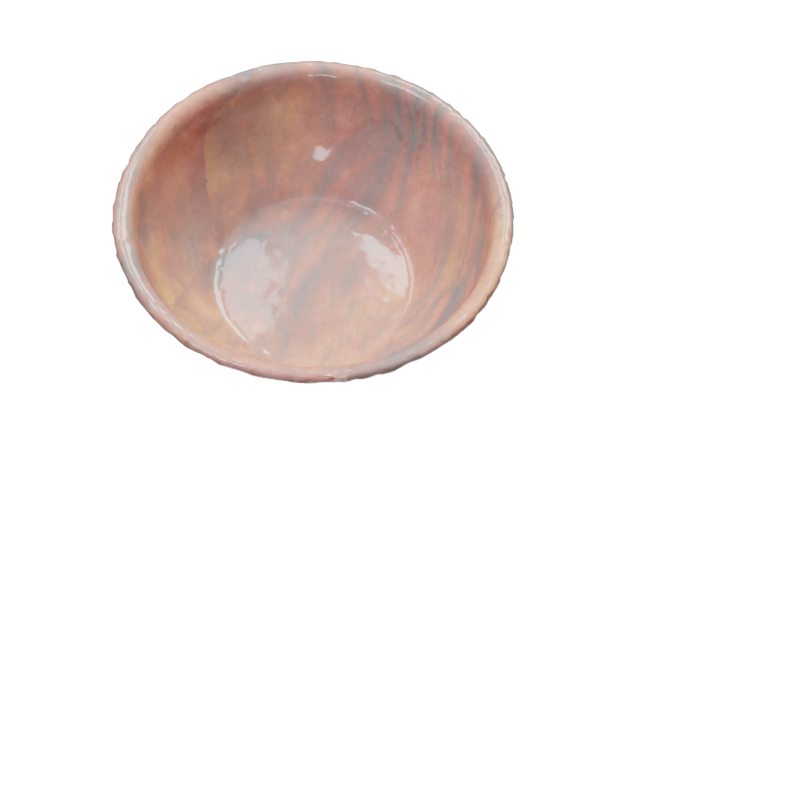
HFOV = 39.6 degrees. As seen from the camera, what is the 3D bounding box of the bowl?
[{"bbox_3d":[-0.037,-0.067,0.467,0.162,0.173,0.051,-1,-33,-1],"label":"bowl"}]
